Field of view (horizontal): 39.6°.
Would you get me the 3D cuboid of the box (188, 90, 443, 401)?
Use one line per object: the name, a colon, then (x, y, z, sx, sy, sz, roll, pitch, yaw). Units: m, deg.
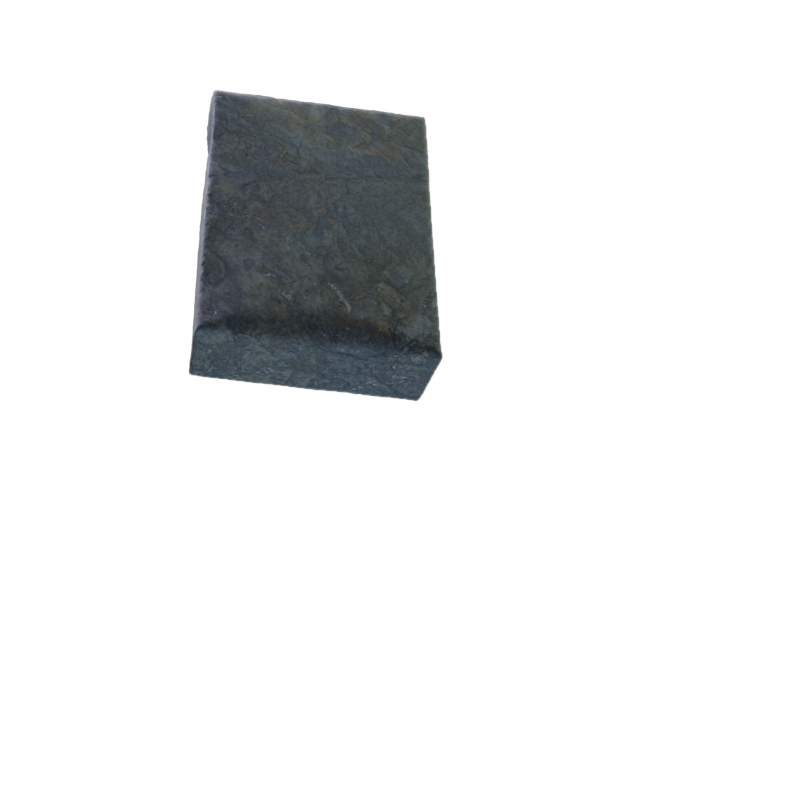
box: (-0.062, -0.113, 0.793, 0.162, 0.229, 0.068, 5, -35, -10)
